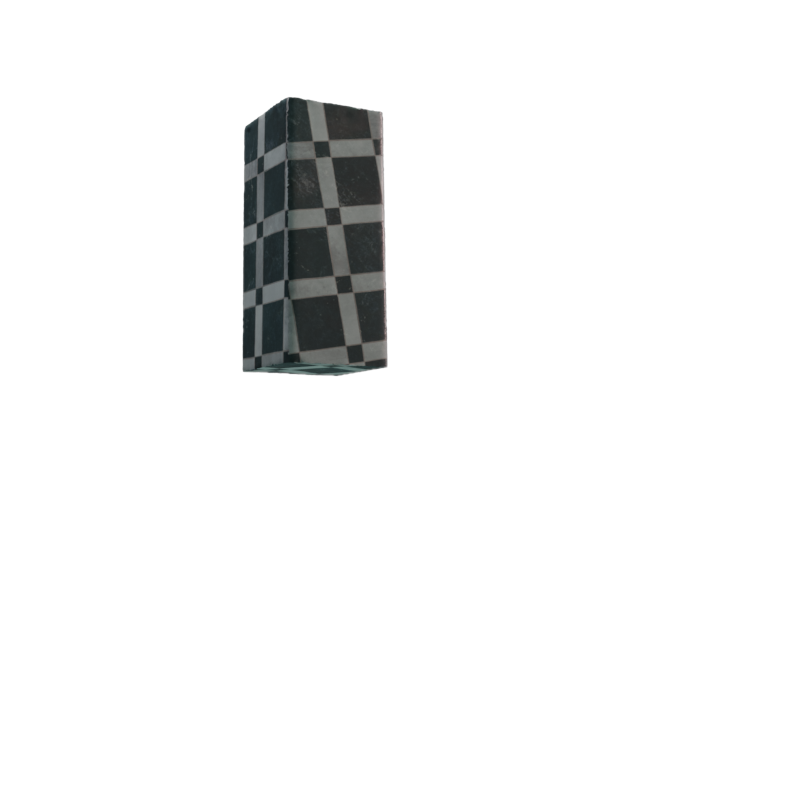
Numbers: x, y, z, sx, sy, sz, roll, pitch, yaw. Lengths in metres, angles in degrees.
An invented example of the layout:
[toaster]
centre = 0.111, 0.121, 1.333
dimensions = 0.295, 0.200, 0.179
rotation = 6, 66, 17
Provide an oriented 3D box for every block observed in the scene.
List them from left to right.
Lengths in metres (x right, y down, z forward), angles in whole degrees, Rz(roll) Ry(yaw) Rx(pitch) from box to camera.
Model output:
[block]
centre = -0.071, -0.128, 0.894
dimensions = 0.087, 0.212, 0.092
rotation = 5, -12, -28
